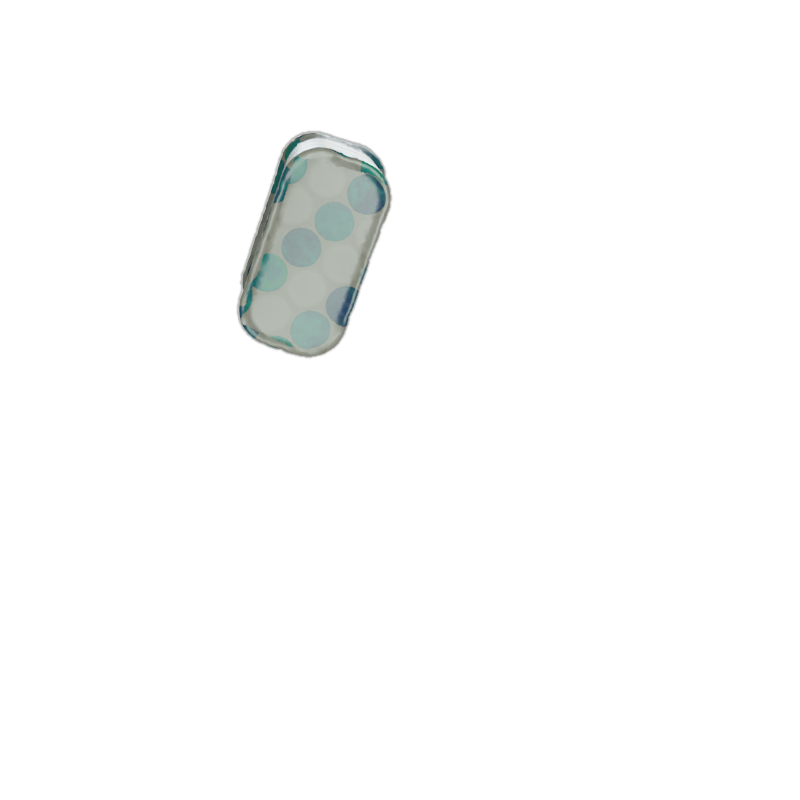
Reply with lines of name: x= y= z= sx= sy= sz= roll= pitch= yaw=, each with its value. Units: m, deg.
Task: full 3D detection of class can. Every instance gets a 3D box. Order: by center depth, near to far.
can: x=-0.043 y=-0.078 z=0.547 sx=0.057 sy=0.100 sz=0.086 roll=18 pitch=10 yaw=-7
